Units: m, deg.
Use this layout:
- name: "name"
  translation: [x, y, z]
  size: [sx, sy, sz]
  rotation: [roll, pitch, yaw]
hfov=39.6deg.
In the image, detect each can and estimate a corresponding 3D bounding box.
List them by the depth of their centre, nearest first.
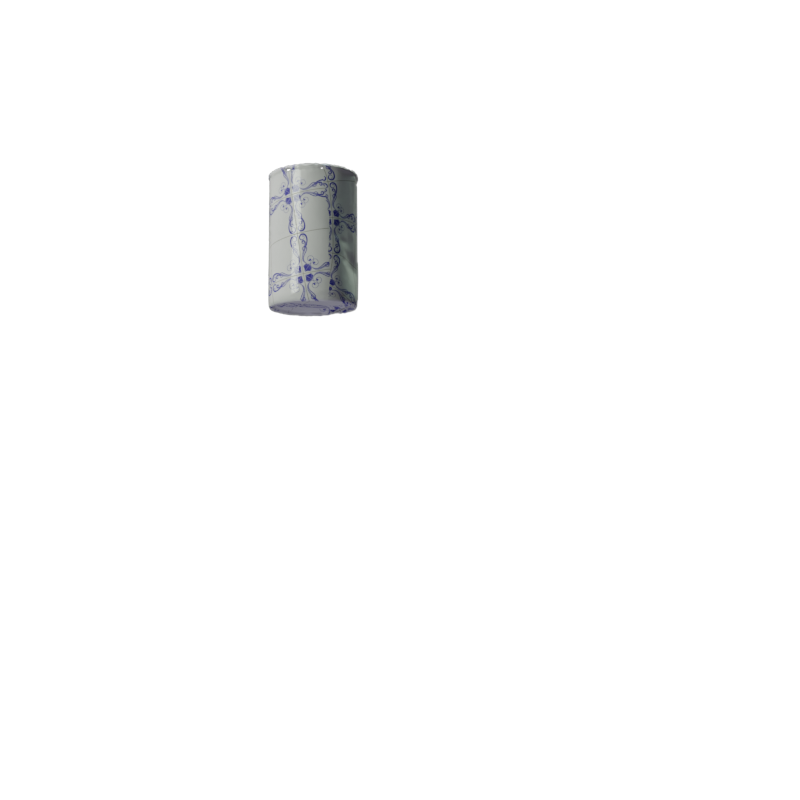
- name: "can"
  translation: [-0.065, -0.118, 0.828]
  size: [0.068, 0.105, 0.067]
  rotation: [0, -11, -2]
